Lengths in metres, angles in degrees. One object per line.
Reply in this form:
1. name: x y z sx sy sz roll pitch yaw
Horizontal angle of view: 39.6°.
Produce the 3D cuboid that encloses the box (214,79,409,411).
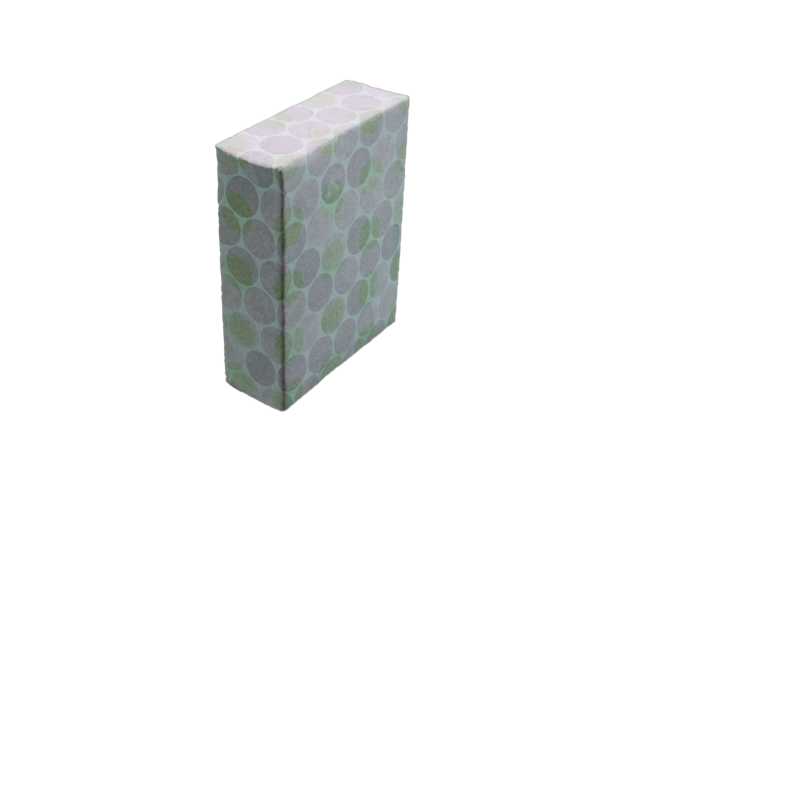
1. box: -0.068 -0.125 0.874 0.076 0.201 0.166 21 38 27
